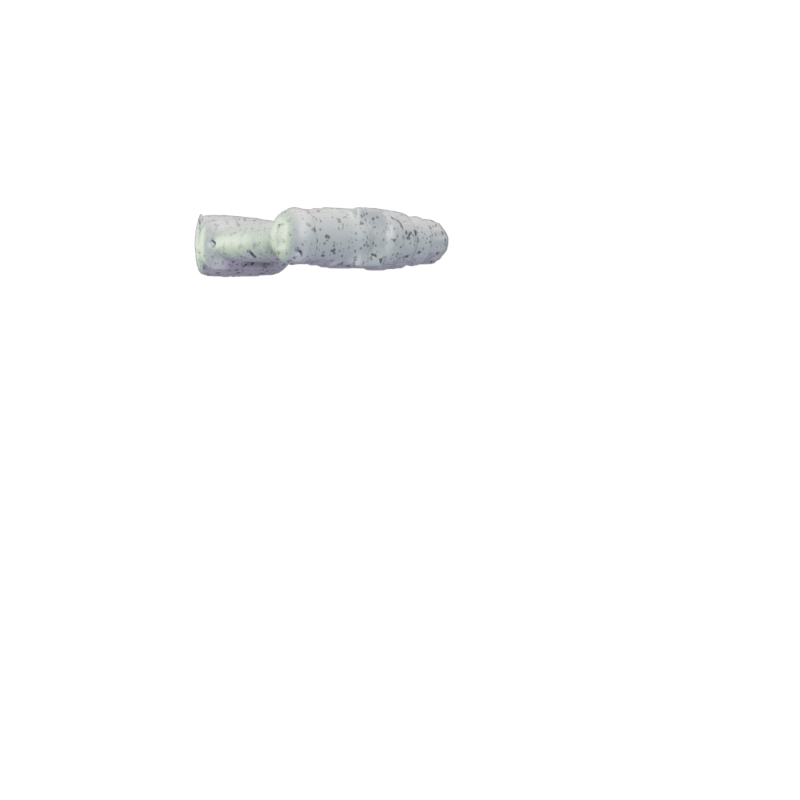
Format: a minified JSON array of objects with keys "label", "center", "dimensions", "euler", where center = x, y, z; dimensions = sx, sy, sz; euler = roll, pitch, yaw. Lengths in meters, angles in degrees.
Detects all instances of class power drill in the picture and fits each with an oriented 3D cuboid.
[{"label":"power drill","center":[-0.076,-0.139,0.974],"dimensions":[0.177,0.058,0.194],"euler":[-2,3,-43]}]
